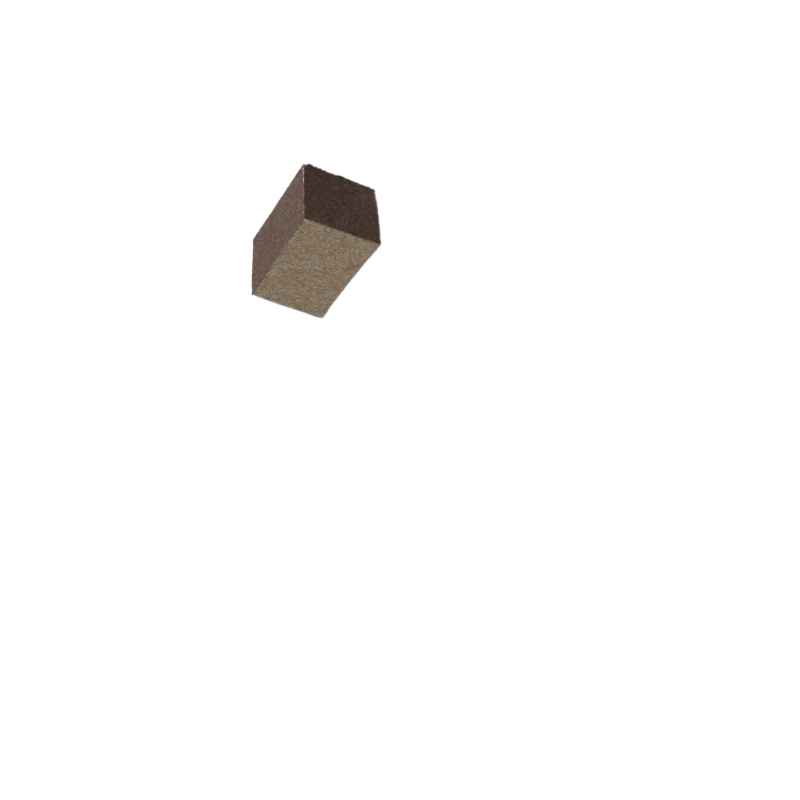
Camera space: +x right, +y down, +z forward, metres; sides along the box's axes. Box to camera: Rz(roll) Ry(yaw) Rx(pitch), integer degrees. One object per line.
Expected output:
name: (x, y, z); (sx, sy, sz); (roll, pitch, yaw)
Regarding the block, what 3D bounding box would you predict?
block: (-0.054, -0.099, 0.691); (0.051, 0.055, 0.076); (20, -44, -24)
